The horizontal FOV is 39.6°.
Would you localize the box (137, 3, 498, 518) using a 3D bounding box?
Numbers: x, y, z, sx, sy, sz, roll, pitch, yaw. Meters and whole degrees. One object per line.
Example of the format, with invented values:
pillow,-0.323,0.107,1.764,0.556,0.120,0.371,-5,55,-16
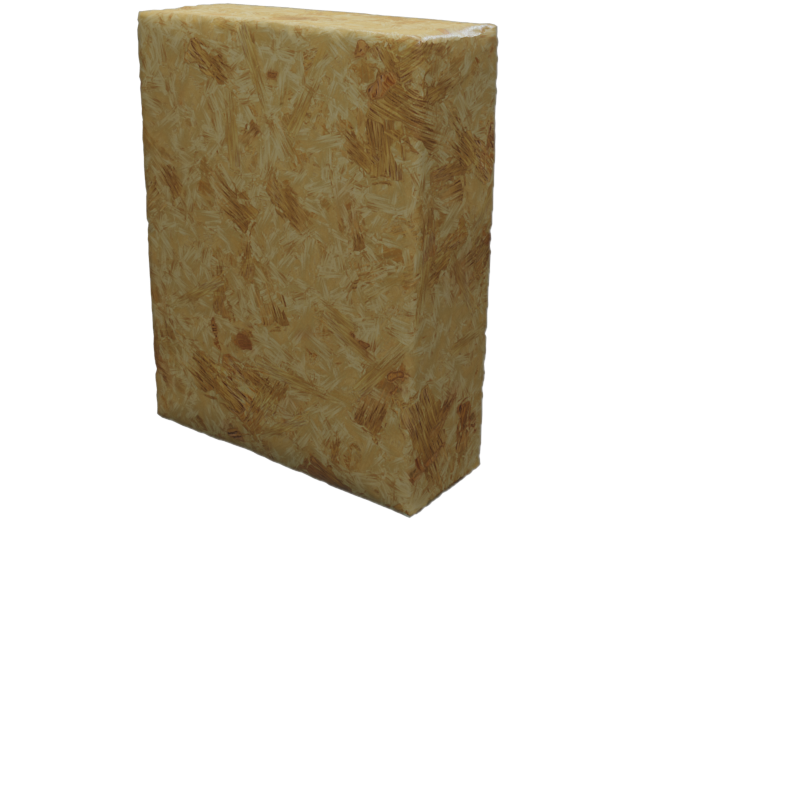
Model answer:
box,-0.041,-0.075,0.528,0.173,0.205,0.071,16,24,35
